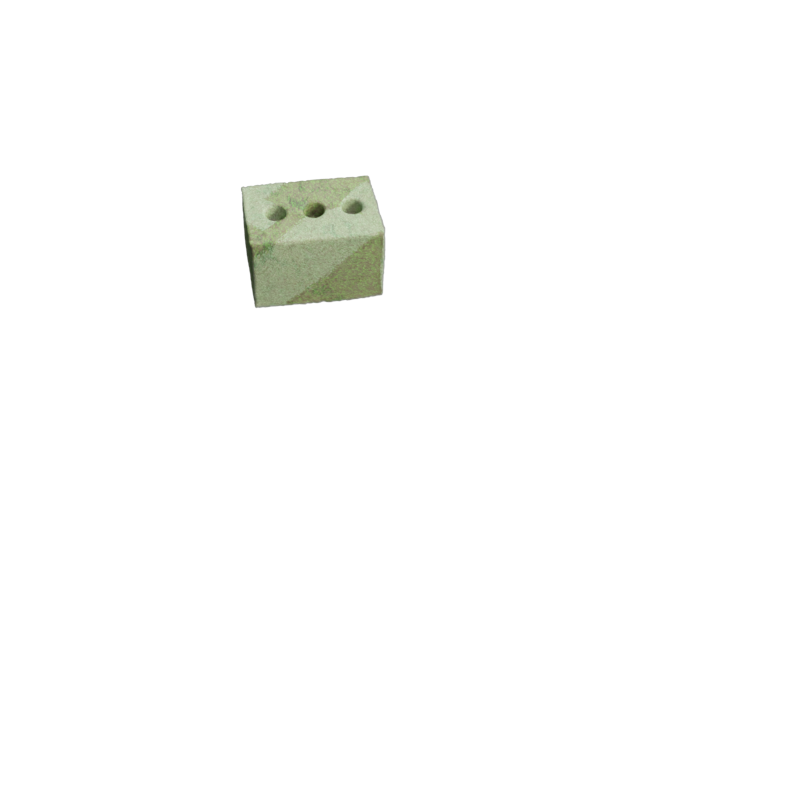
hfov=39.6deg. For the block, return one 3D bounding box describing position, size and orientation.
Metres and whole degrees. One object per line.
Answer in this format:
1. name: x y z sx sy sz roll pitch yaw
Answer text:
1. block: -0.050 -0.092 0.642 0.077 0.057 0.048 -6 -44 -7
